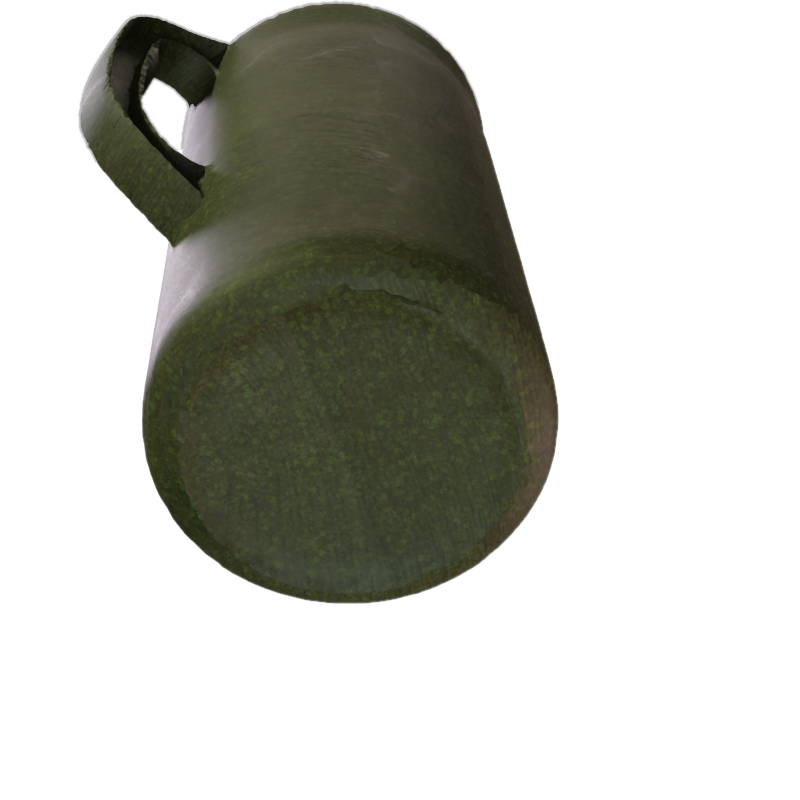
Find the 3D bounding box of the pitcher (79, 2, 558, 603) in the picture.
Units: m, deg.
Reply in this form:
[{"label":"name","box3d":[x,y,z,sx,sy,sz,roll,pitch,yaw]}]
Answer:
[{"label":"pitcher","box3d":[-0.030,-0.055,0.385,0.149,0.137,0.257,-8,28,1]}]
